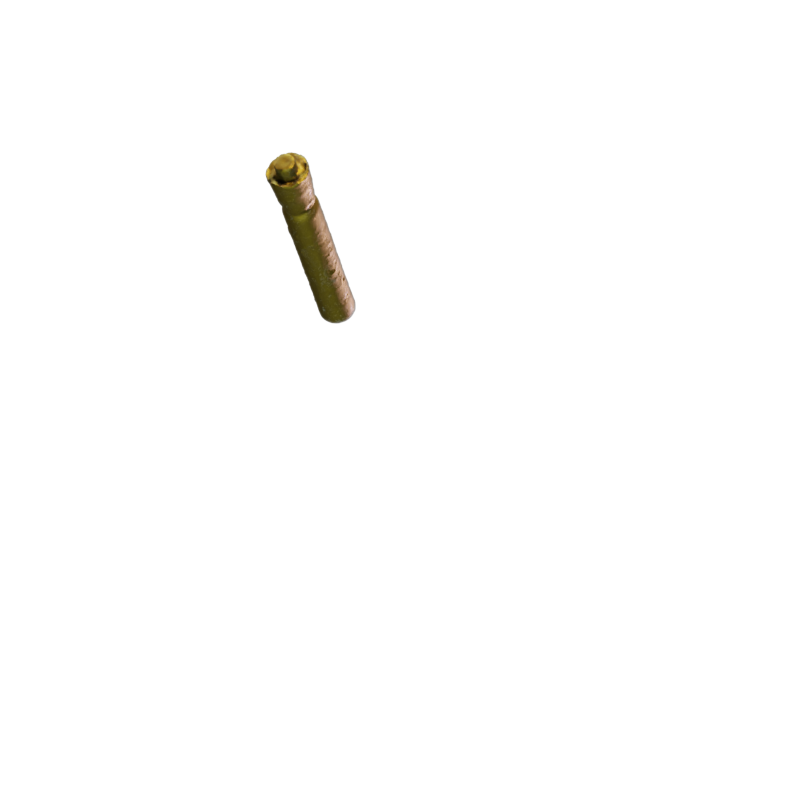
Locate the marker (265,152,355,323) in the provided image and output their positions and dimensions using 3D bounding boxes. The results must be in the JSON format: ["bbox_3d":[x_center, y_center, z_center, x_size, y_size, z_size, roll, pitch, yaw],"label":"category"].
[{"bbox_3d":[-0.040,-0.073,0.511,0.020,0.021,0.112,2,-28,11],"label":"marker"}]
